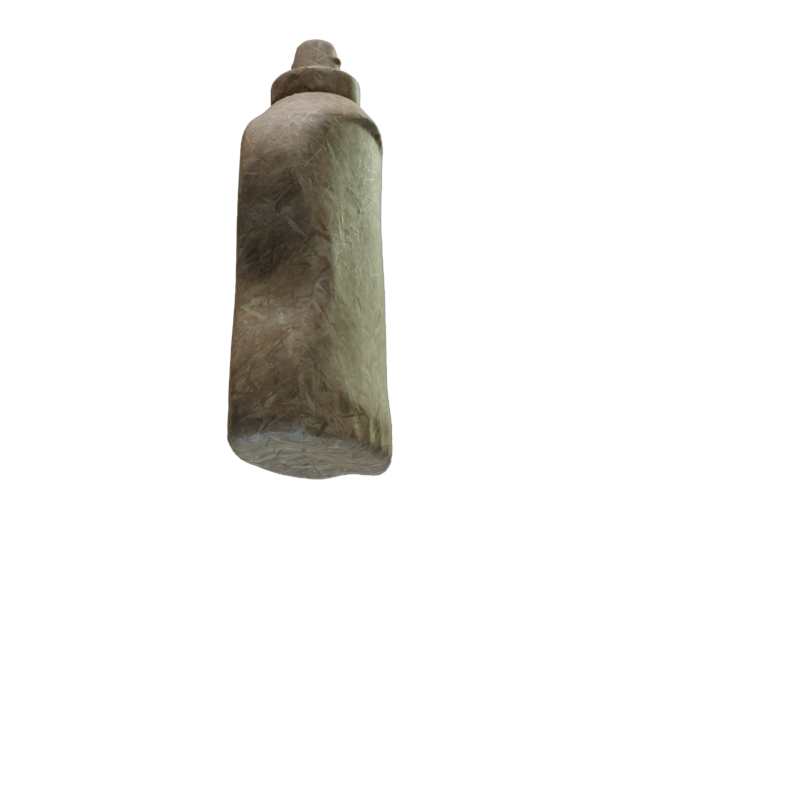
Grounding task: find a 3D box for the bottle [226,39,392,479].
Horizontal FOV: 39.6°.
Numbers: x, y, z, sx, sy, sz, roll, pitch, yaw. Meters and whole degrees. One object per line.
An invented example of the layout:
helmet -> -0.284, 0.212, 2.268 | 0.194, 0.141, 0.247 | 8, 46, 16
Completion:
bottle -> -0.037, -0.068, 0.477 | 0.059, 0.201, 0.090 | -9, -21, 20
